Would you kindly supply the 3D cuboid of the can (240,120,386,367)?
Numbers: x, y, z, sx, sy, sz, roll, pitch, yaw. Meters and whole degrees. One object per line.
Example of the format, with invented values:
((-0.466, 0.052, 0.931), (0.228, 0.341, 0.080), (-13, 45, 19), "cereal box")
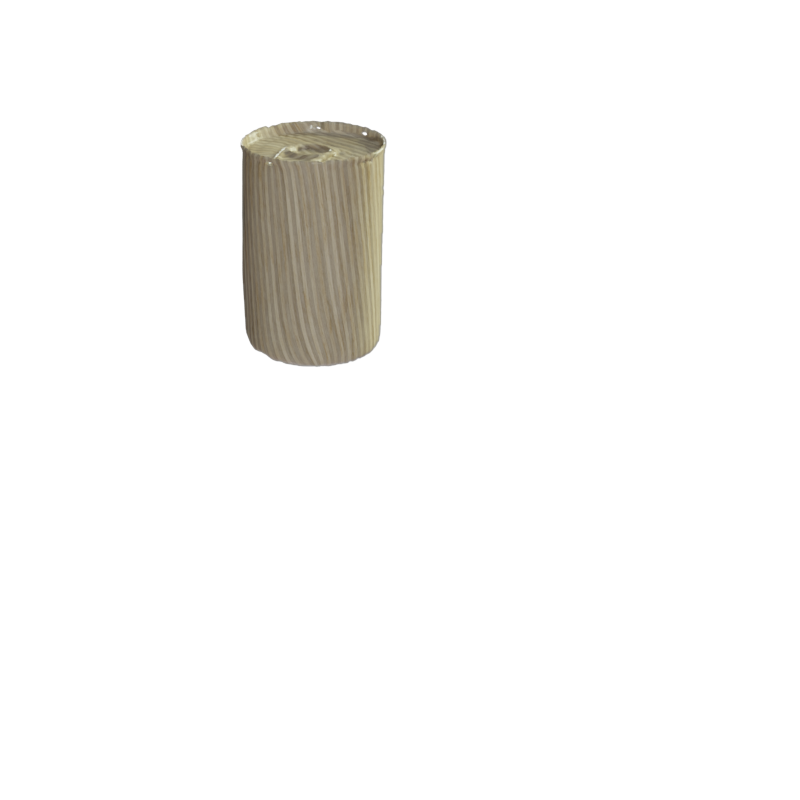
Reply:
((-0.042, -0.076, 0.532), (0.068, 0.097, 0.072), (0, 24, -2), "can")
